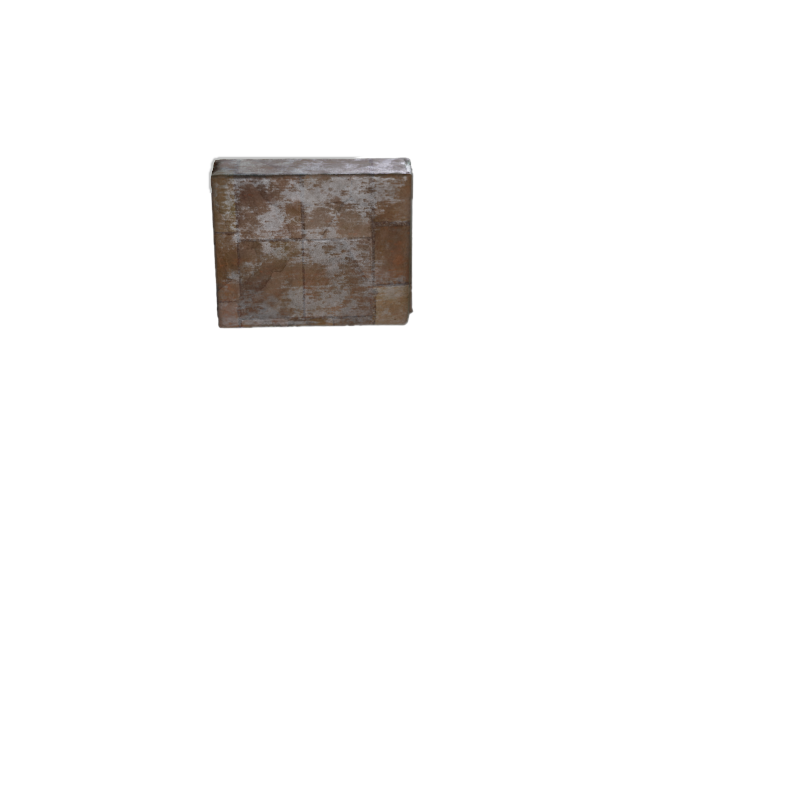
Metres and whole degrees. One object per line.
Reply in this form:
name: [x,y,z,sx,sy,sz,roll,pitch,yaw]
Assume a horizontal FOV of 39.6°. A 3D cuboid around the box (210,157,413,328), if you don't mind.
box: [-0.039,-0.071,0.499,0.089,0.069,0.032,-1,23,0]
